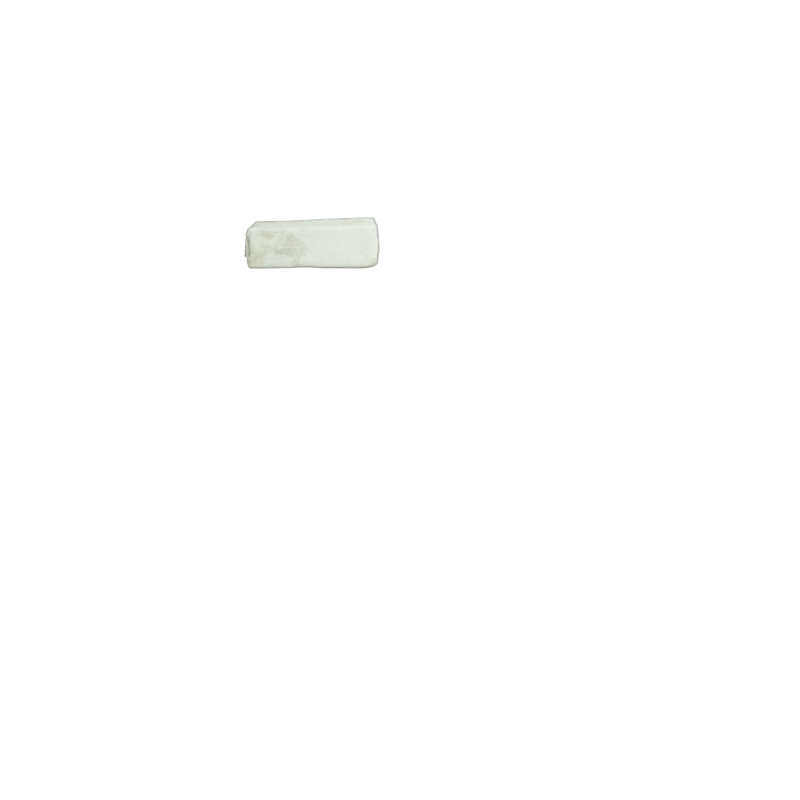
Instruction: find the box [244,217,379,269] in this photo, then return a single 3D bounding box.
[{"bbox_3d":[-0.076,-0.138,0.968,0.113,0.038,0.092,0,13,0],"label":"box"}]
